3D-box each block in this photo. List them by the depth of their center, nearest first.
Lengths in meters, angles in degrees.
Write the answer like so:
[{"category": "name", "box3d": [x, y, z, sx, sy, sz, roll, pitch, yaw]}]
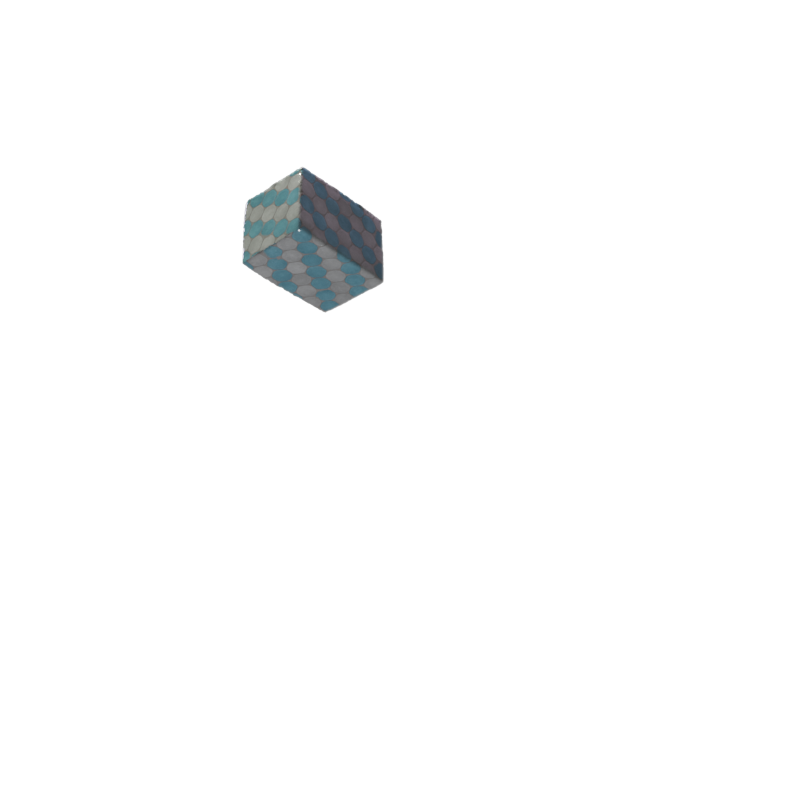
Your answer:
[{"category": "block", "box3d": [-0.055, -0.100, 0.702, 0.053, 0.055, 0.073, -27, -41, 33]}]
